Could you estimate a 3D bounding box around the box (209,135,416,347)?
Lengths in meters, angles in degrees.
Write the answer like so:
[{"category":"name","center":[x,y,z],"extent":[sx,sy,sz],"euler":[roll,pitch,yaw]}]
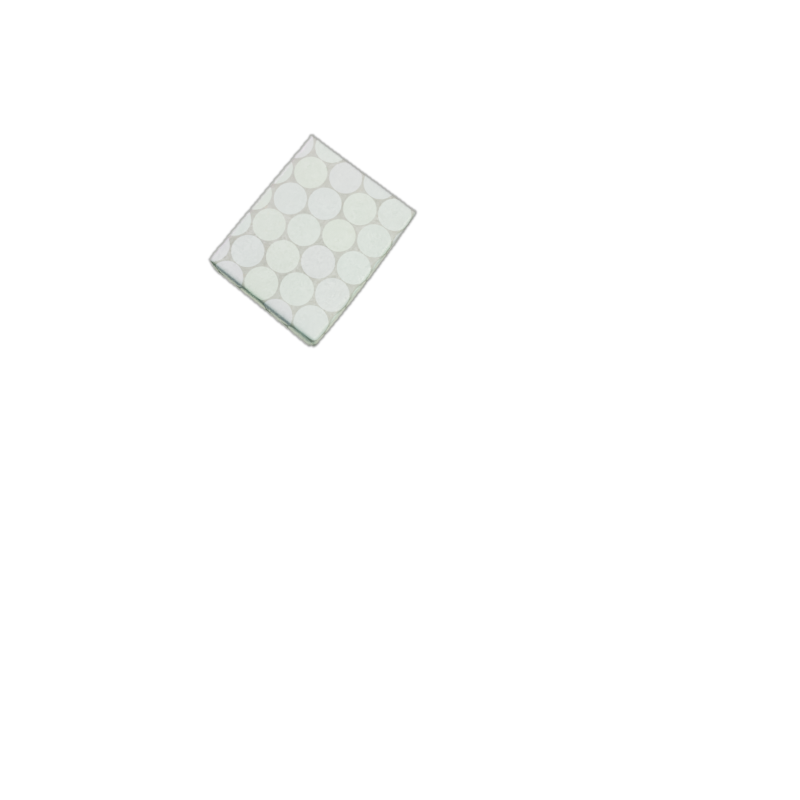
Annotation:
[{"category":"box","center":[-0.058,-0.106,0.746],"extent":[0.092,0.115,0.038],"euler":[37,-10,7]}]
